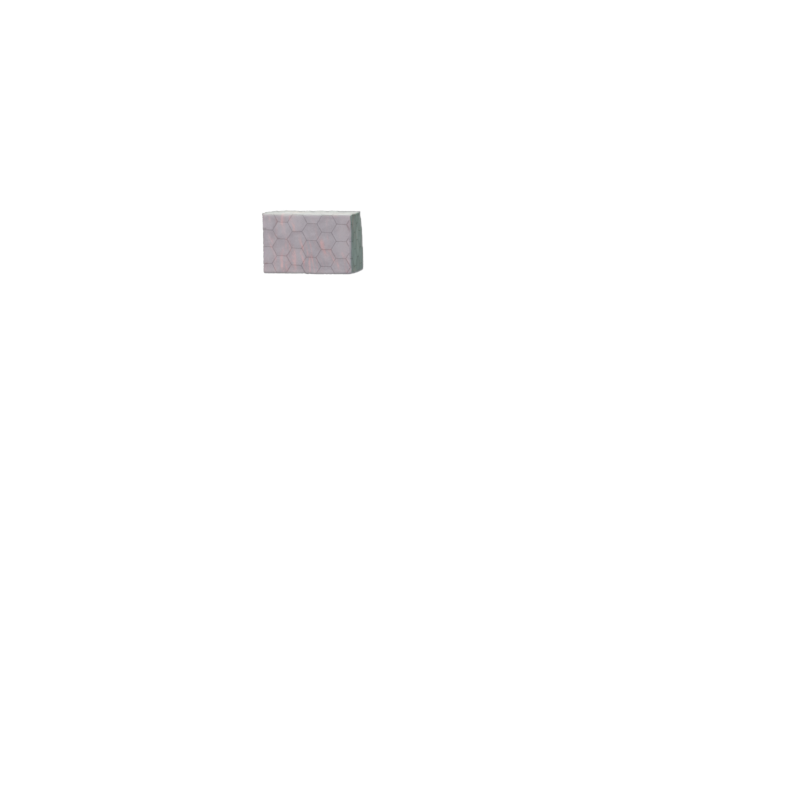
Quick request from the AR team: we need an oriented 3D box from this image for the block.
[{"bbox_3d":[-0.073,-0.134,0.935,0.079,0.051,0.053,2,7,10],"label":"block"}]
